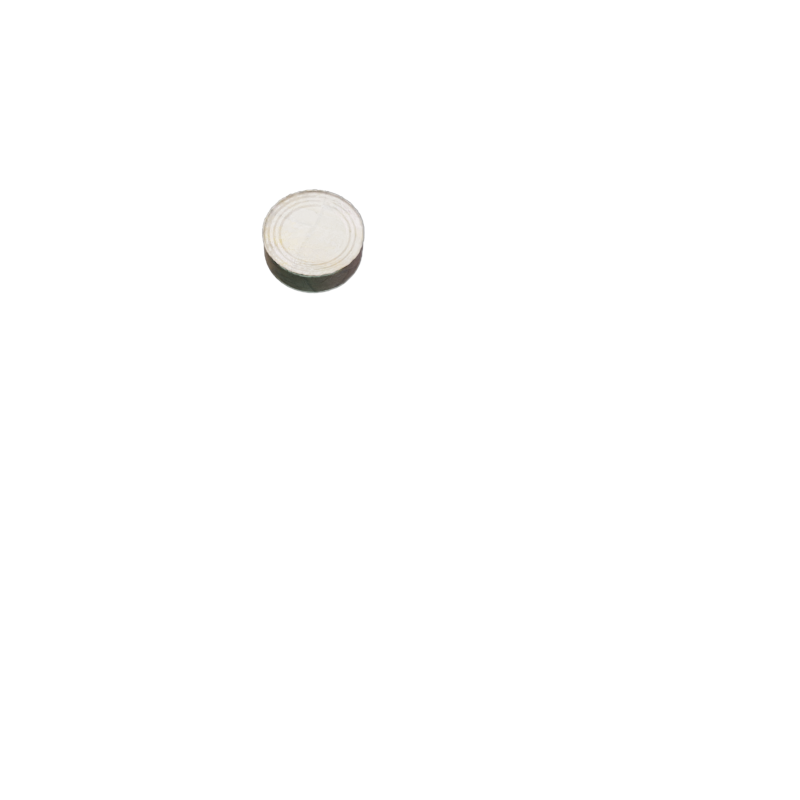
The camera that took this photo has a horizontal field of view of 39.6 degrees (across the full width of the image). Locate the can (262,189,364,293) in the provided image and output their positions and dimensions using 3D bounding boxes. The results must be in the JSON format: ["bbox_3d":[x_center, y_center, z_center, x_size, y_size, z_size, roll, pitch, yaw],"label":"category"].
[{"bbox_3d":[-0.073,-0.134,0.936,0.086,0.091,0.031,-1,-30,-1],"label":"can"}]
